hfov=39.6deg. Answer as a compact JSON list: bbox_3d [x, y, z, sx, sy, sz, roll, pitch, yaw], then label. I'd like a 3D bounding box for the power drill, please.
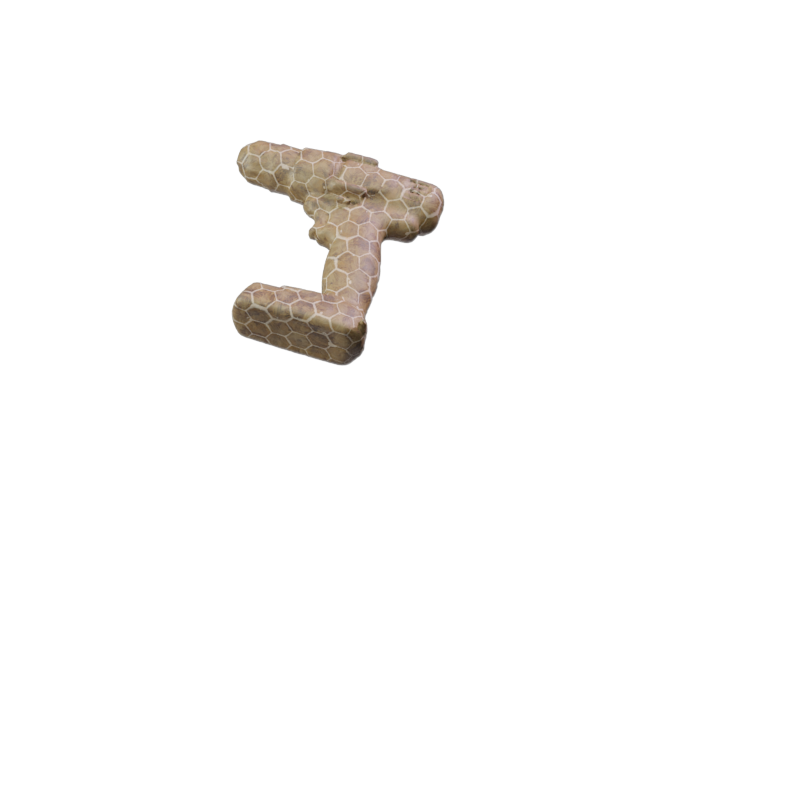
[{"bbox_3d":[-0.072,-0.131,0.915,0.188,0.197,0.054,15,-34,10],"label":"power drill"}]
